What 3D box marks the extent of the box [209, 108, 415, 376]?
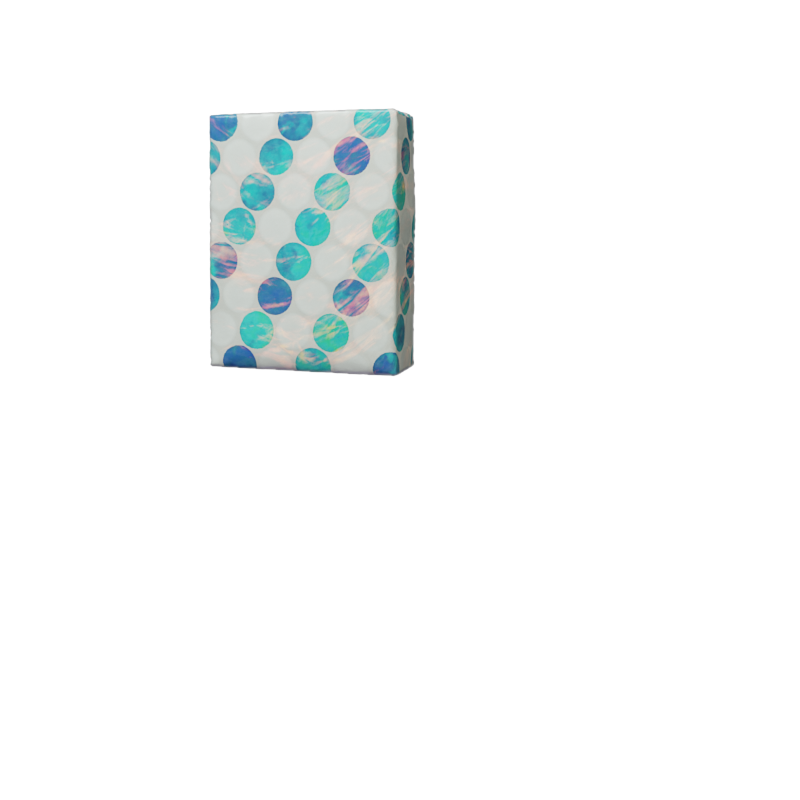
[{"bbox_3d":[-0.073,-0.133,0.932,0.168,0.213,0.070,2,2,18],"label":"box"}]
